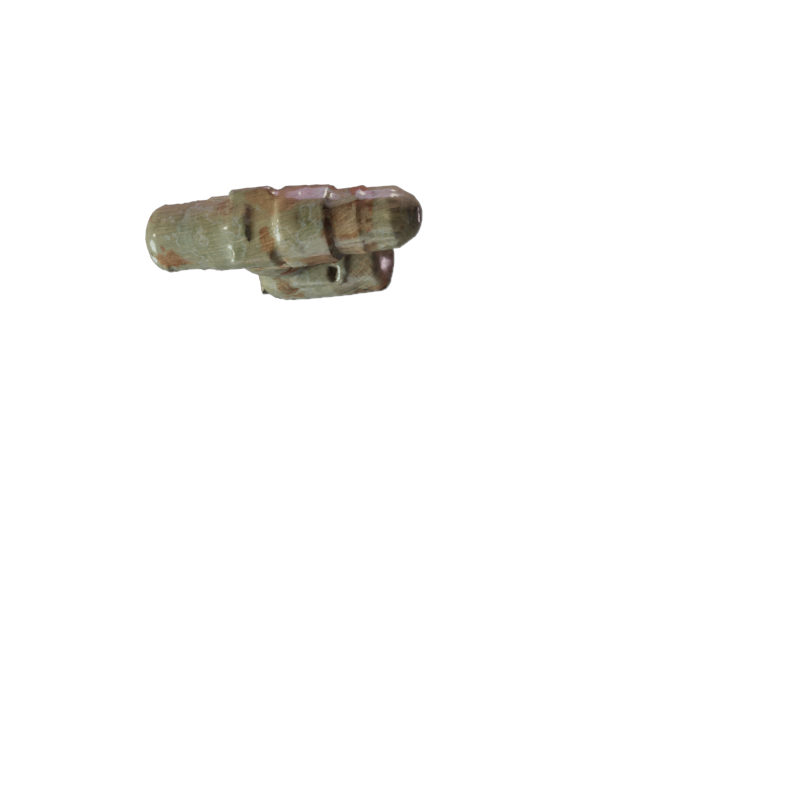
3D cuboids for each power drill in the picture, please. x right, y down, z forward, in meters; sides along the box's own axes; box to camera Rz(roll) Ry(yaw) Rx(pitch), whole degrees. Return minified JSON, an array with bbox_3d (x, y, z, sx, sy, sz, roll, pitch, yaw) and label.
[{"bbox_3d":[-0.061,-0.111,0.778,0.188,0.058,0.181,-1,-3,15],"label":"power drill"}]
